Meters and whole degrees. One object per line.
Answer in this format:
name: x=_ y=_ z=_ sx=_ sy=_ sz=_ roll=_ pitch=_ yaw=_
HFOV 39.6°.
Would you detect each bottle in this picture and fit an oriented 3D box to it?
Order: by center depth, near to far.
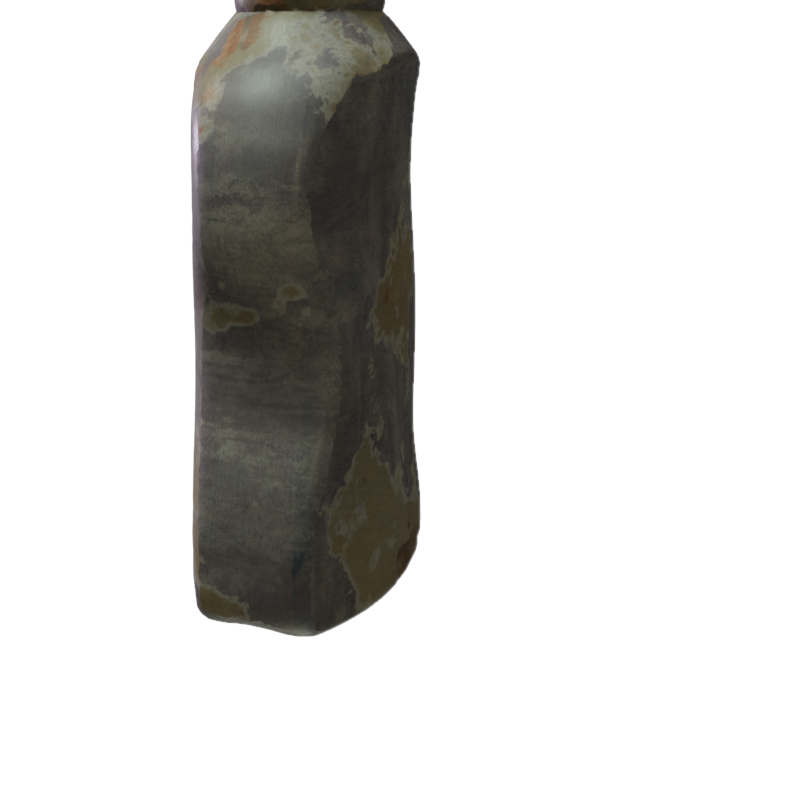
bottle: x=-0.025 y=-0.044 z=0.308 sx=0.060 sy=0.187 sz=0.096 roll=4 pitch=11 yaw=19
